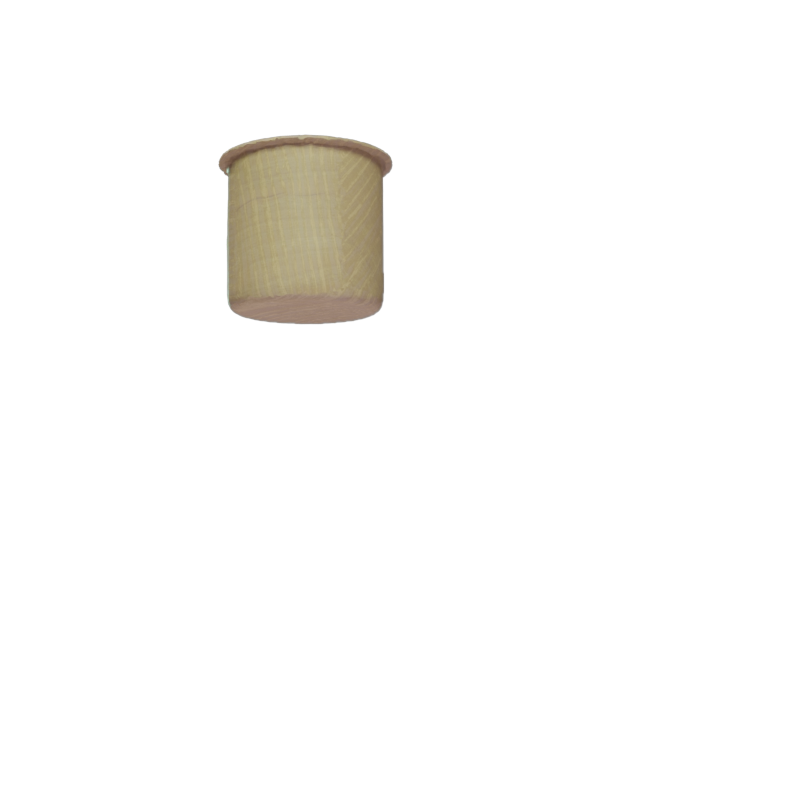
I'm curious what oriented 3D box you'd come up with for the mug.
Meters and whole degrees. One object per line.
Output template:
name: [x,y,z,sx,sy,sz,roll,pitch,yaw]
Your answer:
mug: [-0.046,-0.085,0.593,0.095,0.084,0.112,-3,-9,17]
